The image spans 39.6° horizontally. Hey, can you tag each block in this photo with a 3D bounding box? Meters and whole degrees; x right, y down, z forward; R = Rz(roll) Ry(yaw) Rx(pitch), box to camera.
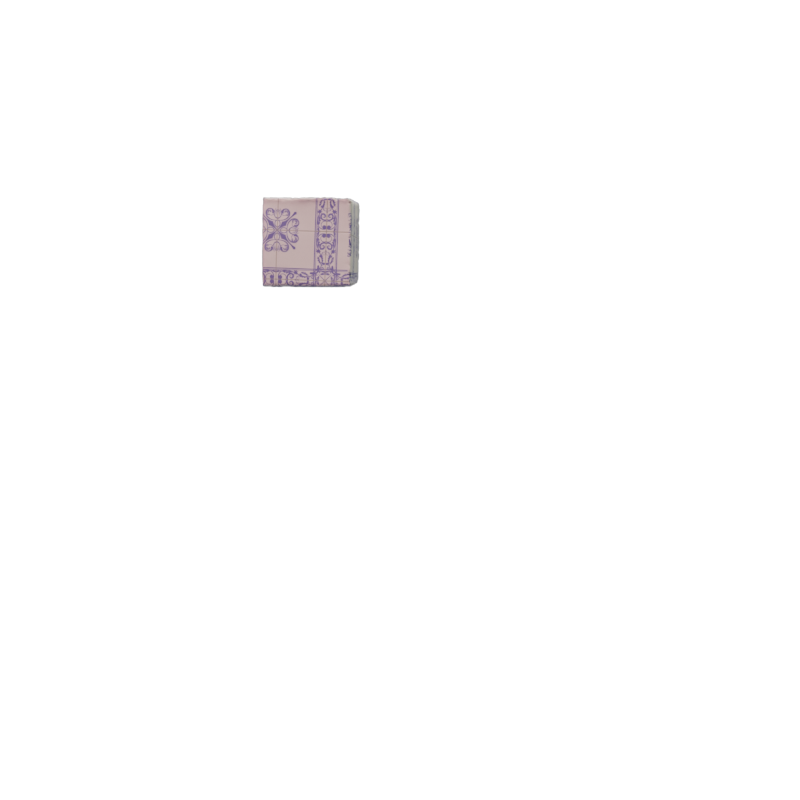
[{"bbox_3d":[-0.052,-0.095,0.664,0.053,0.051,0.078,0,6,2],"label":"block"}]
